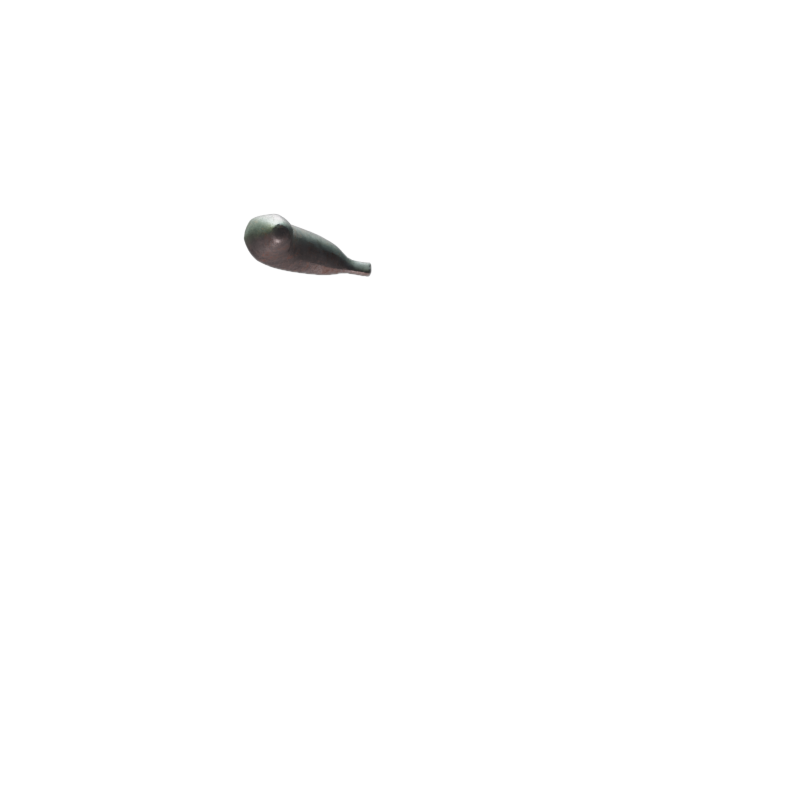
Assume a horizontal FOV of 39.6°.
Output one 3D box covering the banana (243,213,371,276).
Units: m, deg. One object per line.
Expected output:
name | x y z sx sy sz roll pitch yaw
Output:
banana | -0.085 -0.125 0.886 0.071 0.037 0.191 -1 0 19
